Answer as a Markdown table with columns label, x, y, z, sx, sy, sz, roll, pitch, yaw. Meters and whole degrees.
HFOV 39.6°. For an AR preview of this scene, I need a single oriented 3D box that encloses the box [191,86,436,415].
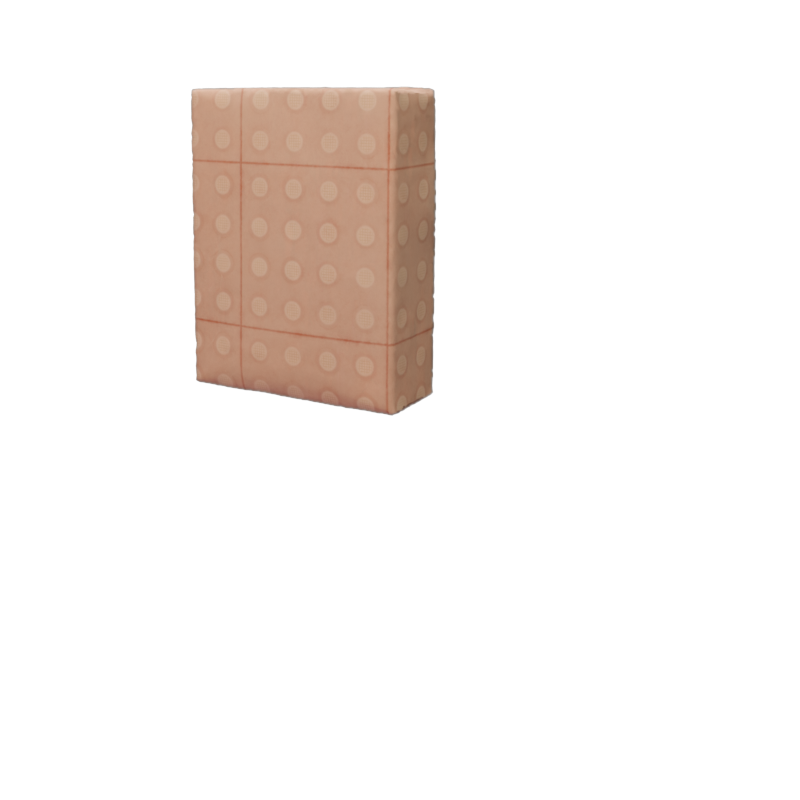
| label | x | y | z | sx | sy | sz | roll | pitch | yaw |
| --- | --- | --- | --- | --- | --- | --- | --- | --- | --- |
| box | -0.061 | -0.111 | 0.774 | 0.171 | 0.209 | 0.070 | 7 | 11 | 30 |
